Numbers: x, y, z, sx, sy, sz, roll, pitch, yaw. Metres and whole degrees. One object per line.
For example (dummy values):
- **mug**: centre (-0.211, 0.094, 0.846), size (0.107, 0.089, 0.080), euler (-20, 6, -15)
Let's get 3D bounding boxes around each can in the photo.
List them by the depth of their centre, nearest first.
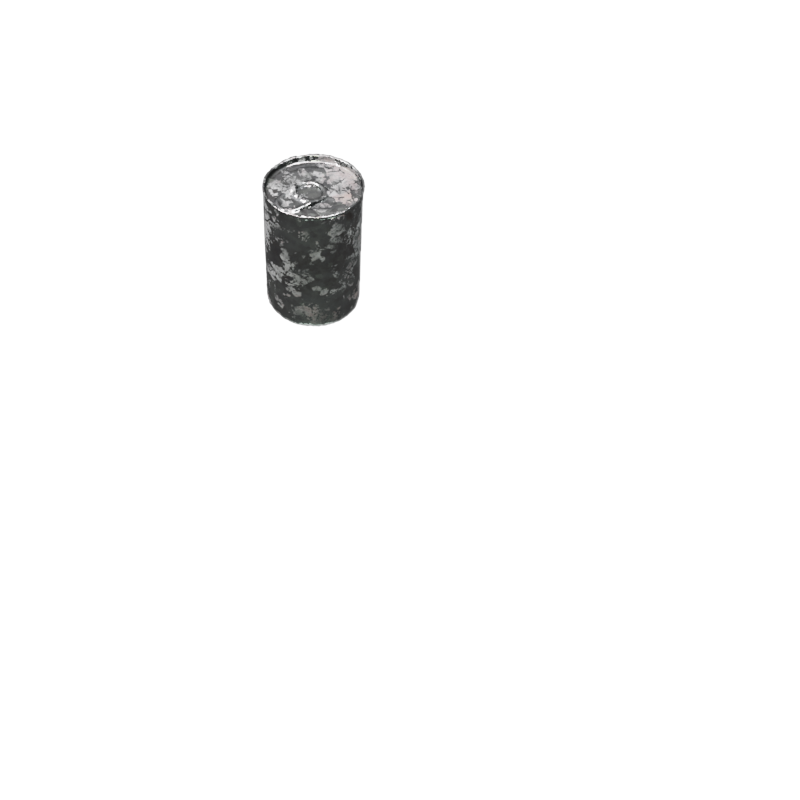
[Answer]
- **can**: centre (-0.060, -0.109, 0.766), size (0.068, 0.074, 0.095), euler (0, -45, -3)
